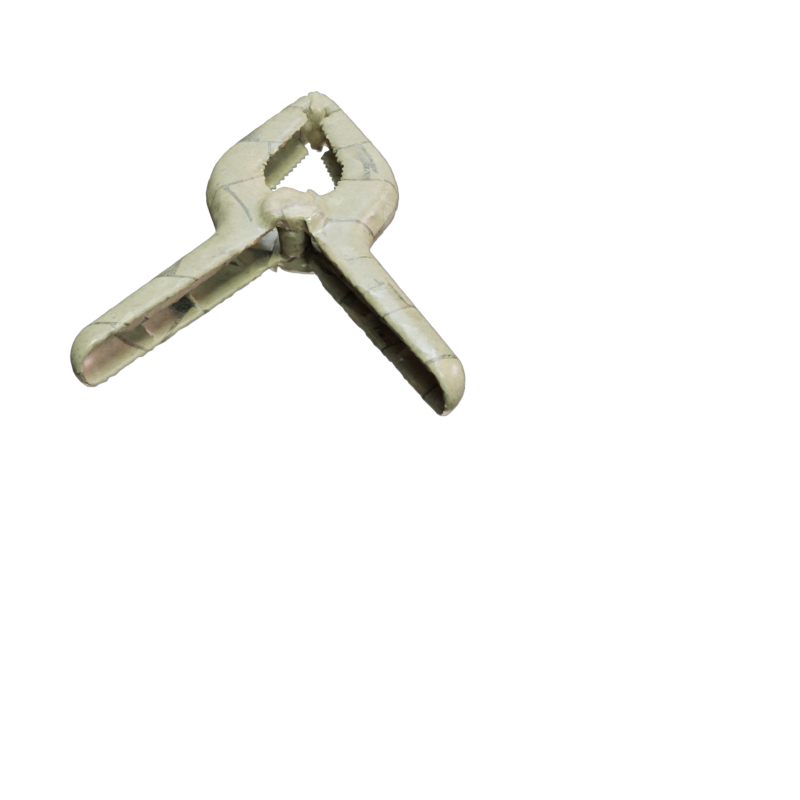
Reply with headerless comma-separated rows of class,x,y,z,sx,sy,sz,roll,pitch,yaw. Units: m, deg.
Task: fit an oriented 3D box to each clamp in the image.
clamp,-0.041,-0.075,0.522,0.167,0.034,0.222,8,46,8
